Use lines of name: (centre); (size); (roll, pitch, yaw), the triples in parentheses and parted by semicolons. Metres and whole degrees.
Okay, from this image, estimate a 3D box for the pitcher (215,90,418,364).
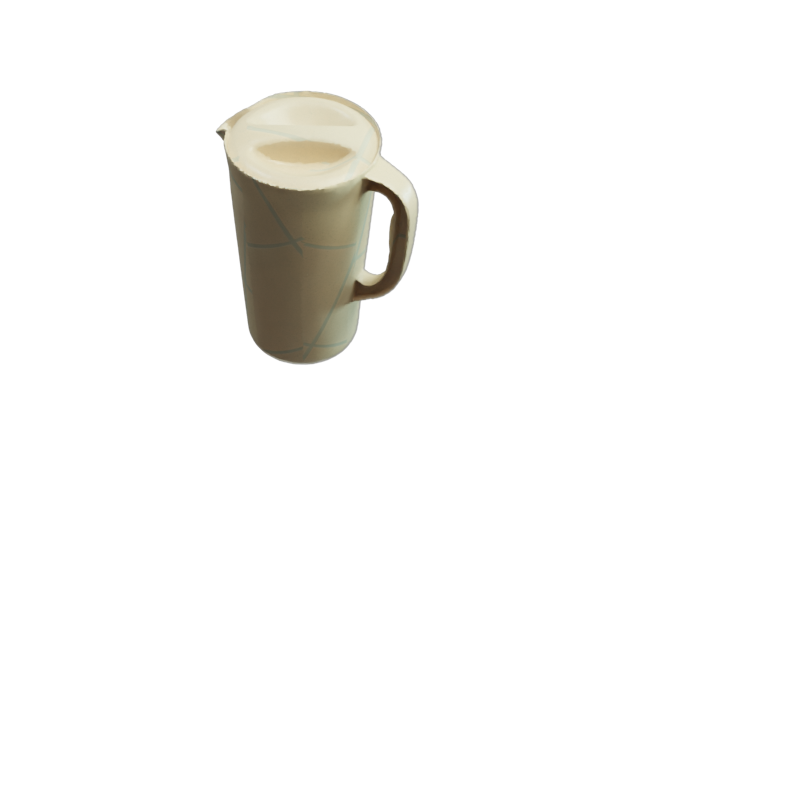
pitcher: (-0.078, -0.143, 0.998); (0.143, 0.162, 0.226); (-13, -40, -15)
